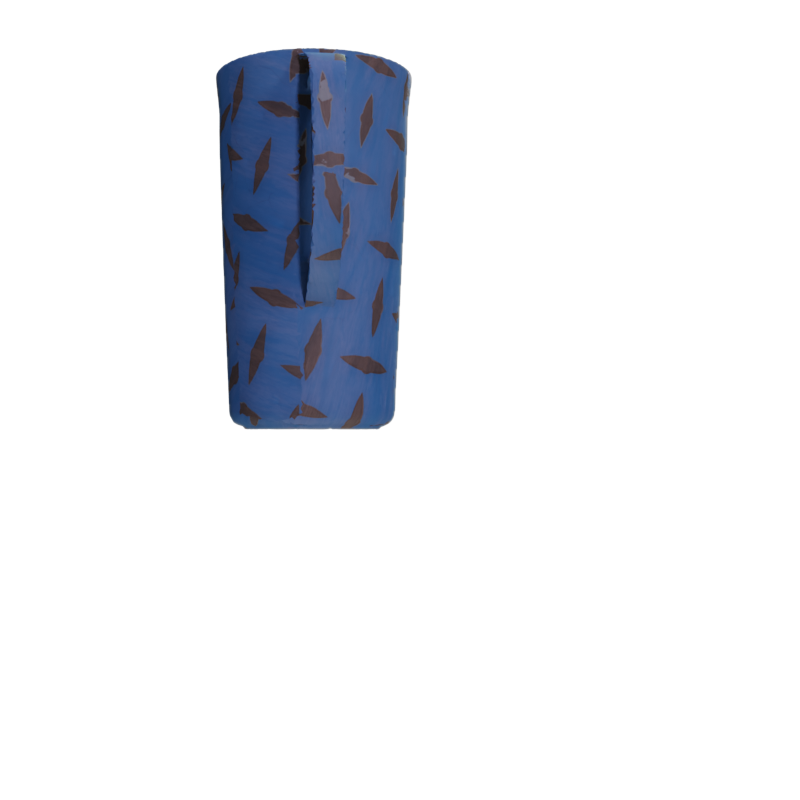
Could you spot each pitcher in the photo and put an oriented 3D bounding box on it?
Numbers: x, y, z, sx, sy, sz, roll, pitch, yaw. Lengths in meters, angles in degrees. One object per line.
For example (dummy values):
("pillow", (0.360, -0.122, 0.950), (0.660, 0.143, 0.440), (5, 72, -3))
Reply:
("pitcher", (-0.057, -0.104, 0.728), (0.149, 0.248, 0.142), (-6, -9, 36))
